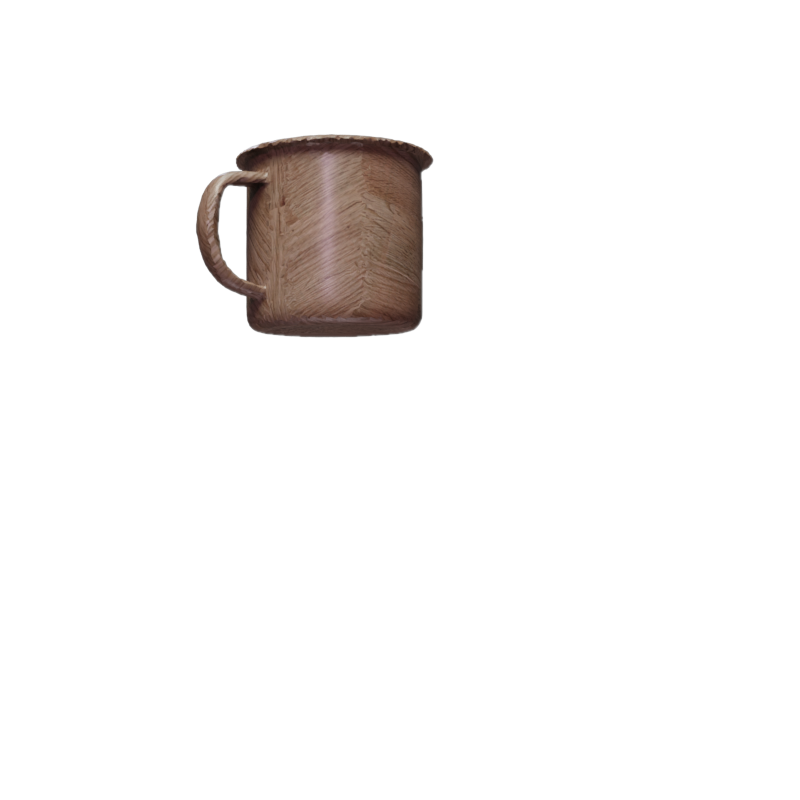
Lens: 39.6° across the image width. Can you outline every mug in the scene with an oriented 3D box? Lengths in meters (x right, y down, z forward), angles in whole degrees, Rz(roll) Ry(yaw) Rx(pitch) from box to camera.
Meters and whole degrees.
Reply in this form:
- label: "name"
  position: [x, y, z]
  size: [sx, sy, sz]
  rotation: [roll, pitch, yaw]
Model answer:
- label: "mug"
  position: [-0.040, -0.073, 0.511]
  size: [0.112, 0.083, 0.096]
  rotation: [3, -6, -38]
